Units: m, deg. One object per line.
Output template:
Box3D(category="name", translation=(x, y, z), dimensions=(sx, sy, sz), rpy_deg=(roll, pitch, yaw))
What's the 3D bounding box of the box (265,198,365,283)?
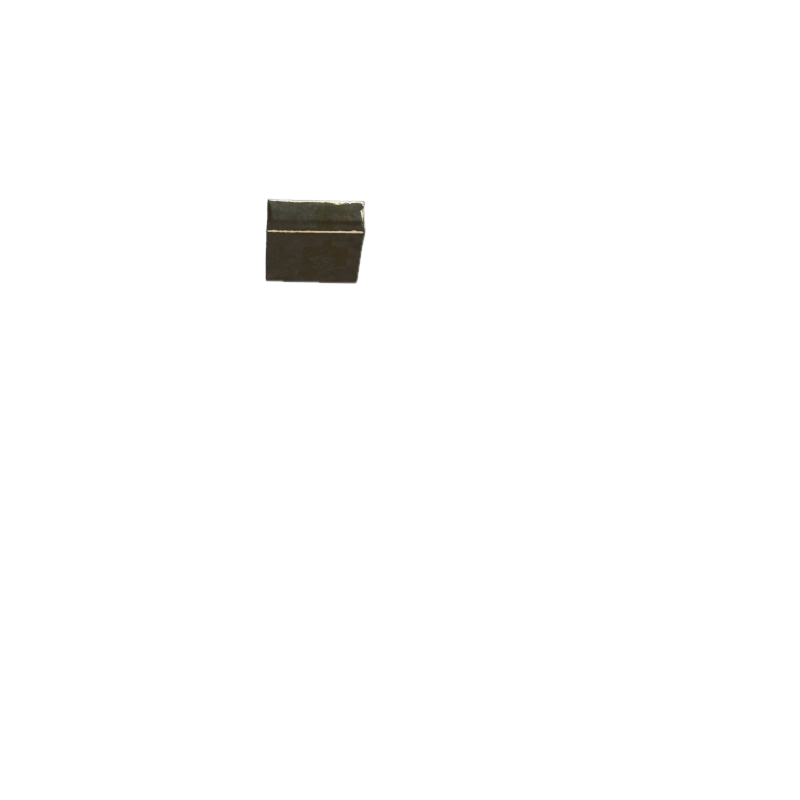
Box3D(category="box", translation=(-0.066, -0.121, 0.844), dimensions=(0.073, 0.032, 0.085), rpy_deg=(1, -23, -4))
